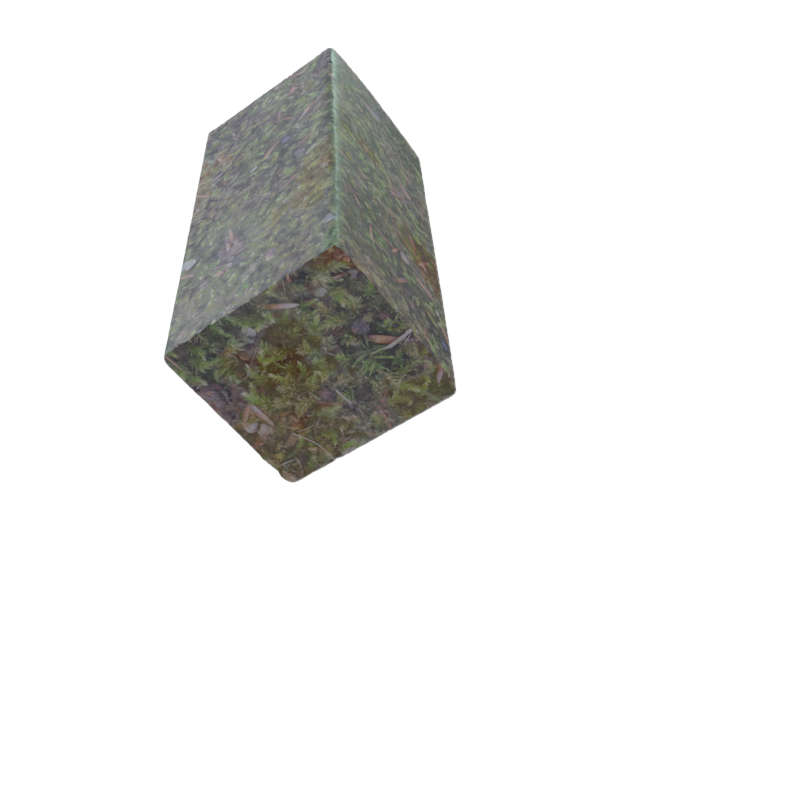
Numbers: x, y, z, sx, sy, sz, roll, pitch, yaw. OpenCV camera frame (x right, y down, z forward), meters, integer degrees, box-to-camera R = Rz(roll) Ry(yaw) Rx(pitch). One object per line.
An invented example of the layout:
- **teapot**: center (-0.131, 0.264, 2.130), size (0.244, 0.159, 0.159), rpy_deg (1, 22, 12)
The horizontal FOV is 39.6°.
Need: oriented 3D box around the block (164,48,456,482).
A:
- **block**: center (-0.042, -0.076, 0.538), size (0.090, 0.084, 0.220), rpy_deg (-31, 32, 18)
